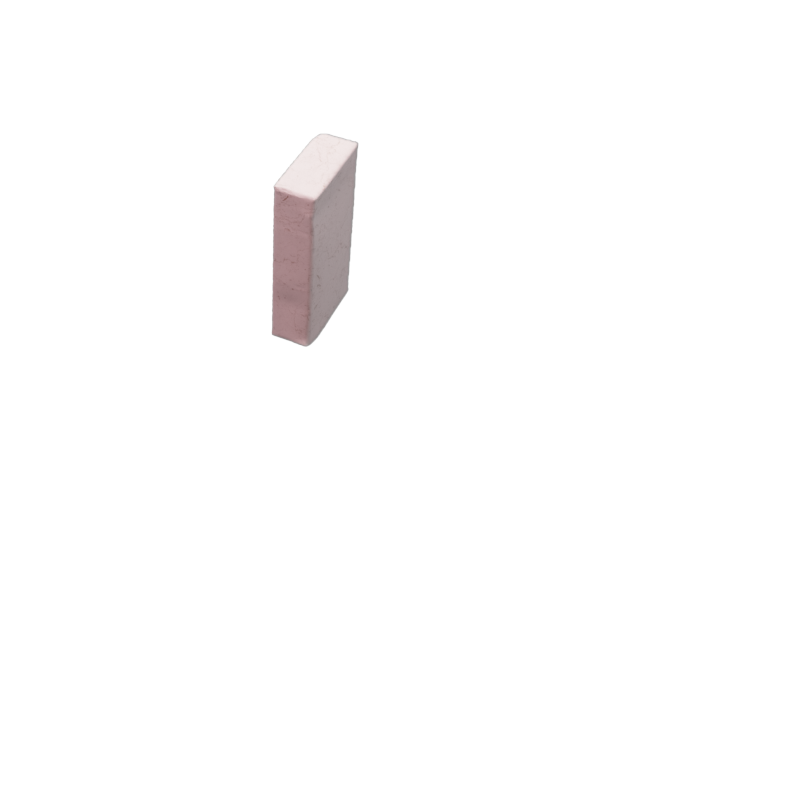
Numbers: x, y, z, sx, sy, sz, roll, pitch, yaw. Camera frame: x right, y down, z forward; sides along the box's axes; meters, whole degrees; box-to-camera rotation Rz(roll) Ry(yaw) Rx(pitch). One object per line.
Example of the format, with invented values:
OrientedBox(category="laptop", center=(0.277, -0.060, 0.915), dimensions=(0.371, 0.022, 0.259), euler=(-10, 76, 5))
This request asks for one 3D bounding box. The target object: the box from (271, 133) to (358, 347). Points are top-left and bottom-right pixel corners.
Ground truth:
OrientedBox(category="box", center=(-0.078, -0.142, 0.991), dimensions=(0.050, 0.164, 0.097), euler=(17, 44, 14))
